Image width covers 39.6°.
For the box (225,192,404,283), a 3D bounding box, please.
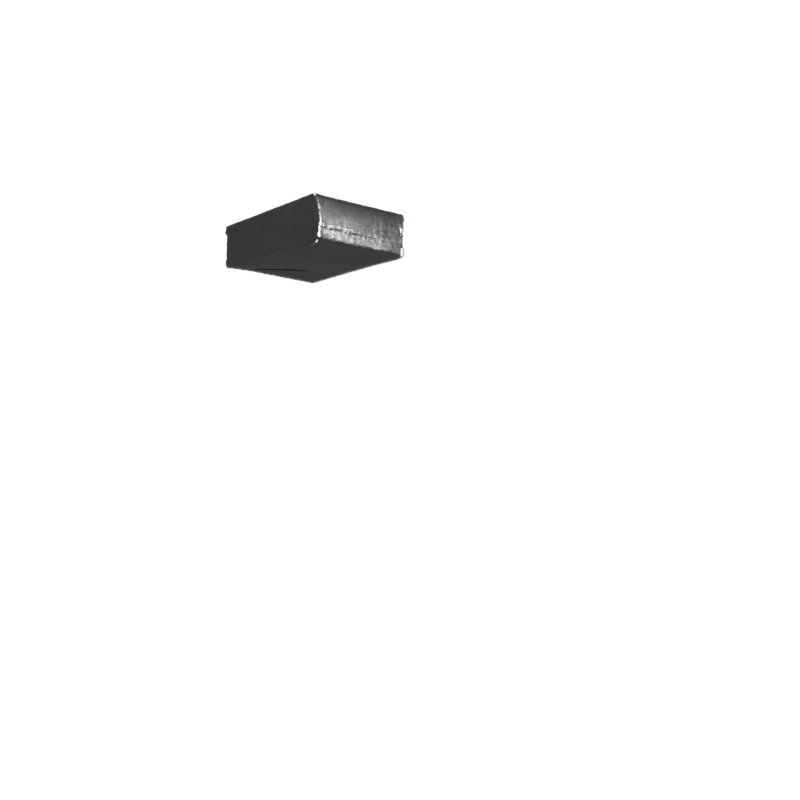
[{"bbox_3d":[-0.066,-0.121,0.848,0.086,0.040,0.116,6,-9,-42],"label":"box"}]
